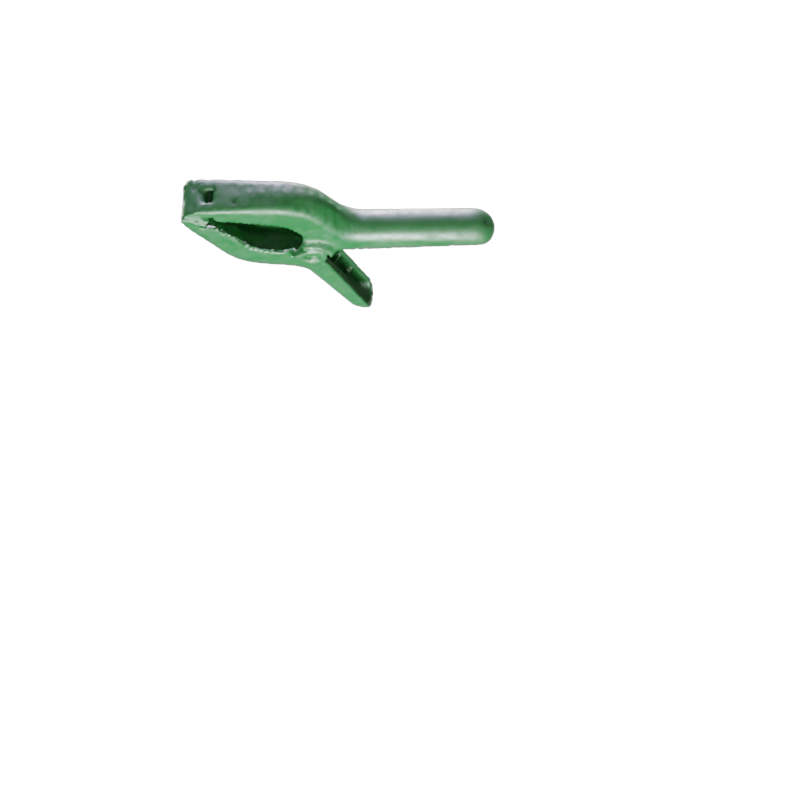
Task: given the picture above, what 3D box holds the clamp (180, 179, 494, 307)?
[{"bbox_3d":[-0.062,-0.114,0.796,0.202,0.038,0.162,9,-20,-24],"label":"clamp"}]
